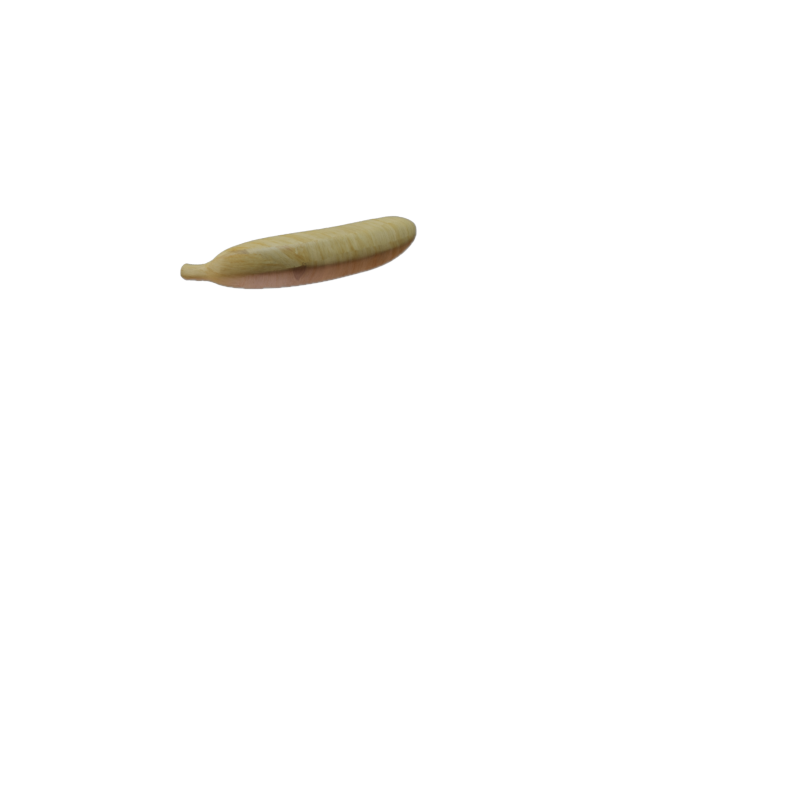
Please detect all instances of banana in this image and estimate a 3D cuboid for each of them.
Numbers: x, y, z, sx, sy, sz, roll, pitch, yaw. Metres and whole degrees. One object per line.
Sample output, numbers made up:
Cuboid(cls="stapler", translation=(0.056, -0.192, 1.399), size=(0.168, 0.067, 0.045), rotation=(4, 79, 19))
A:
Cuboid(cls="banana", translation=(-0.058, -0.111, 0.813), size=(0.194, 0.035, 0.074), rotation=(-13, 26, -28))
